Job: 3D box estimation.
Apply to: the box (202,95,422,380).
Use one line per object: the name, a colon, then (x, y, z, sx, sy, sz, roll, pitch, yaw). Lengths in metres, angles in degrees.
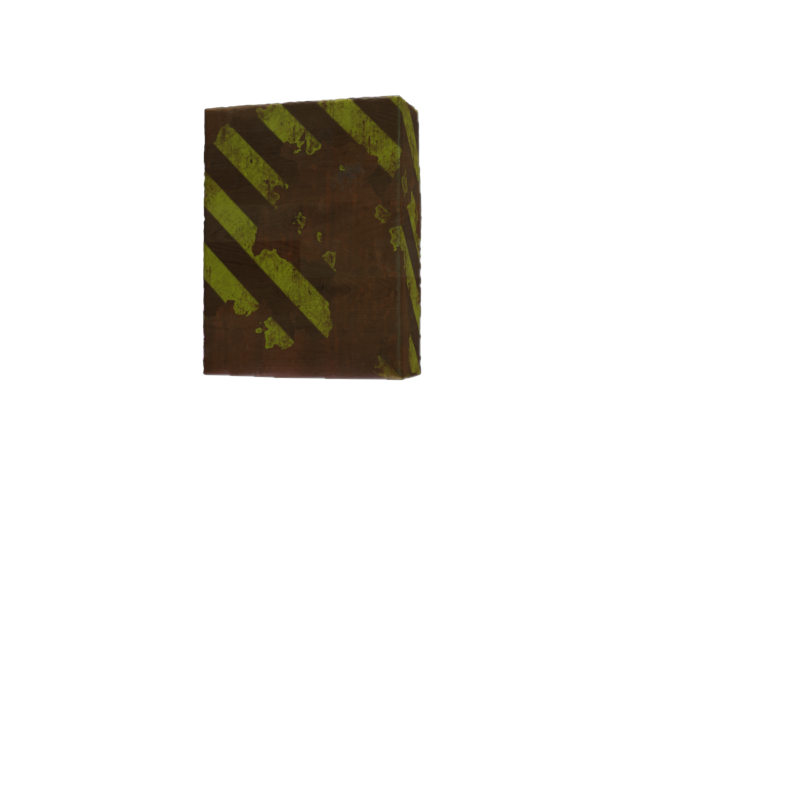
box: (-0.069, -0.125, 0.877, 0.168, 0.216, 0.070, 0, -3, 18)
